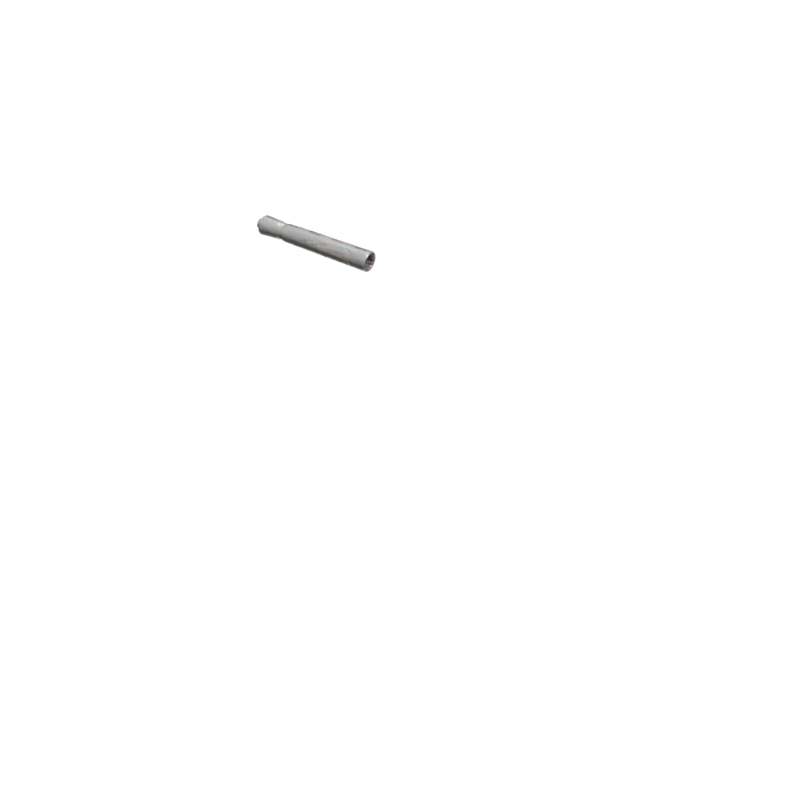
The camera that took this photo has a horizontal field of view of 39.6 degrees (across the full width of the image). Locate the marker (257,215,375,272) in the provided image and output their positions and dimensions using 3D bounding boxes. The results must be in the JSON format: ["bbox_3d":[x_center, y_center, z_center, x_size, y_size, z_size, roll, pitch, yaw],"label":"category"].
[{"bbox_3d":[-0.077,-0.141,0.989,0.127,0.019,0.019,23,14,29],"label":"marker"}]
